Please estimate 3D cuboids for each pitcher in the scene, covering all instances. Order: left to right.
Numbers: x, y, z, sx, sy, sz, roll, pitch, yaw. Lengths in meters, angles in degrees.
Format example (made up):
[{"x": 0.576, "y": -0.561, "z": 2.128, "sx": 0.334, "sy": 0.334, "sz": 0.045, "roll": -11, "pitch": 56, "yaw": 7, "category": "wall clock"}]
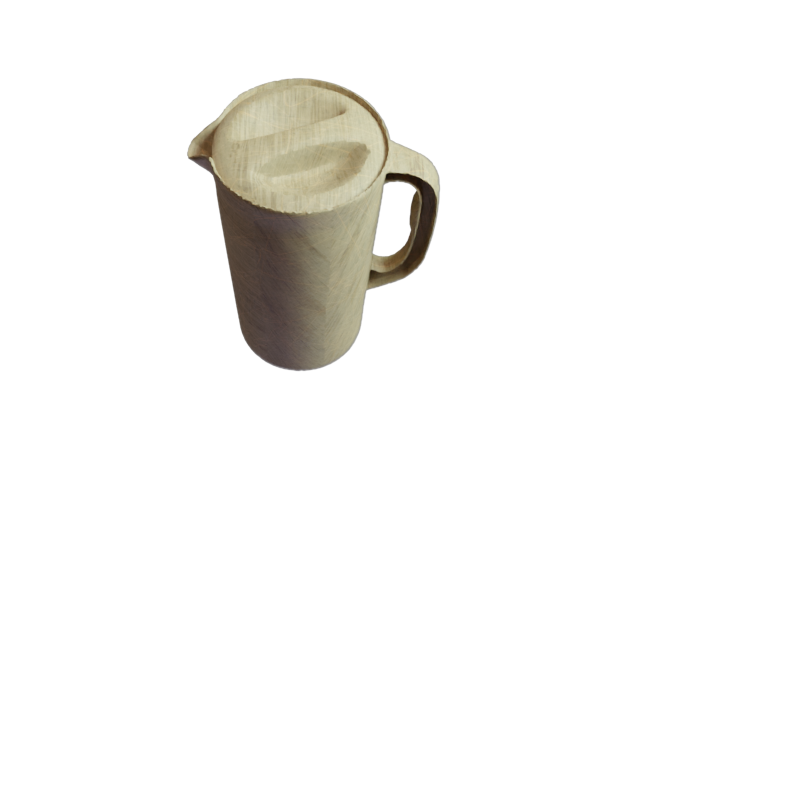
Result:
[{"x": -0.070, "y": -0.127, "z": 0.889, "sx": 0.146, "sy": 0.158, "sz": 0.227, "roll": -35, "pitch": -25, "yaw": -23, "category": "pitcher"}]
